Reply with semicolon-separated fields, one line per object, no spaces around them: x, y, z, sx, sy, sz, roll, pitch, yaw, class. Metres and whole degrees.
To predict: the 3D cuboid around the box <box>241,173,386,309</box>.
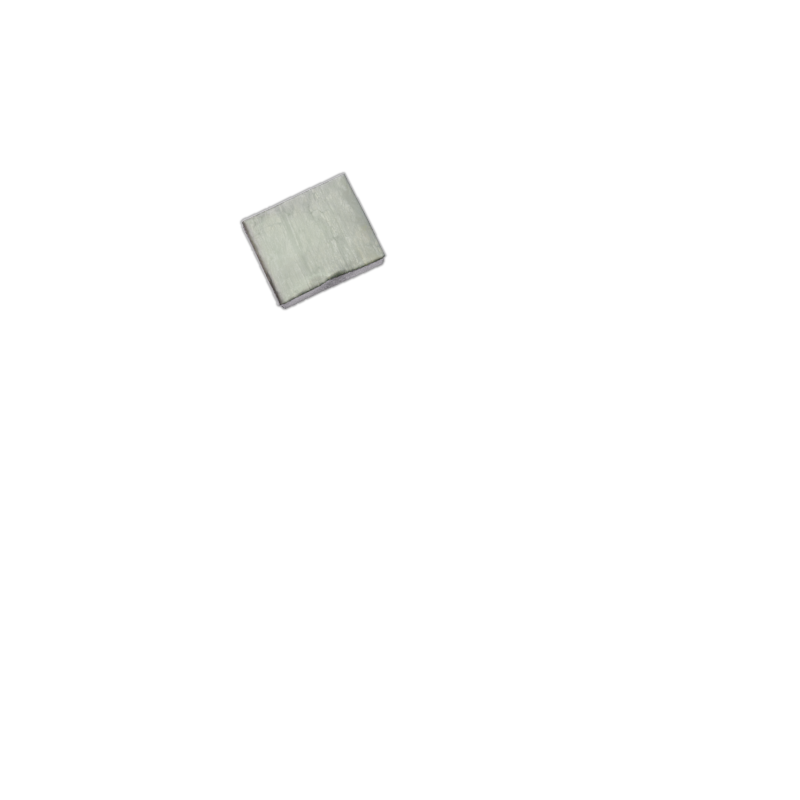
-0.066;-0.120;0.844;0.089;0.076;0.029;-25;-12;-6;box
